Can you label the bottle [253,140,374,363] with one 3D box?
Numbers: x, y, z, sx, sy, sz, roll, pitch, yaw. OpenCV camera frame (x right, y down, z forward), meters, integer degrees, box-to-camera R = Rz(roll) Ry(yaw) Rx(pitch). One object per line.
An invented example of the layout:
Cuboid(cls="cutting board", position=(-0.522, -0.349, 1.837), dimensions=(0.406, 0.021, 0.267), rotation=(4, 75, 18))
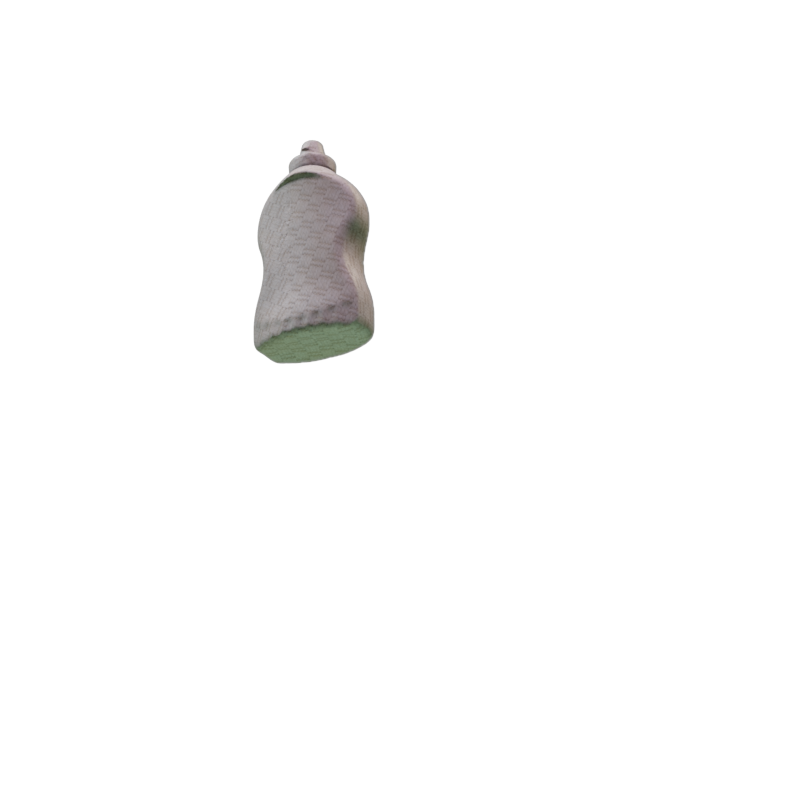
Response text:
Cuboid(cls="bottle", position=(-0.072, -0.130, 0.911), dimensions=(0.097, 0.204, 0.054), rotation=(-16, -31, 25))
